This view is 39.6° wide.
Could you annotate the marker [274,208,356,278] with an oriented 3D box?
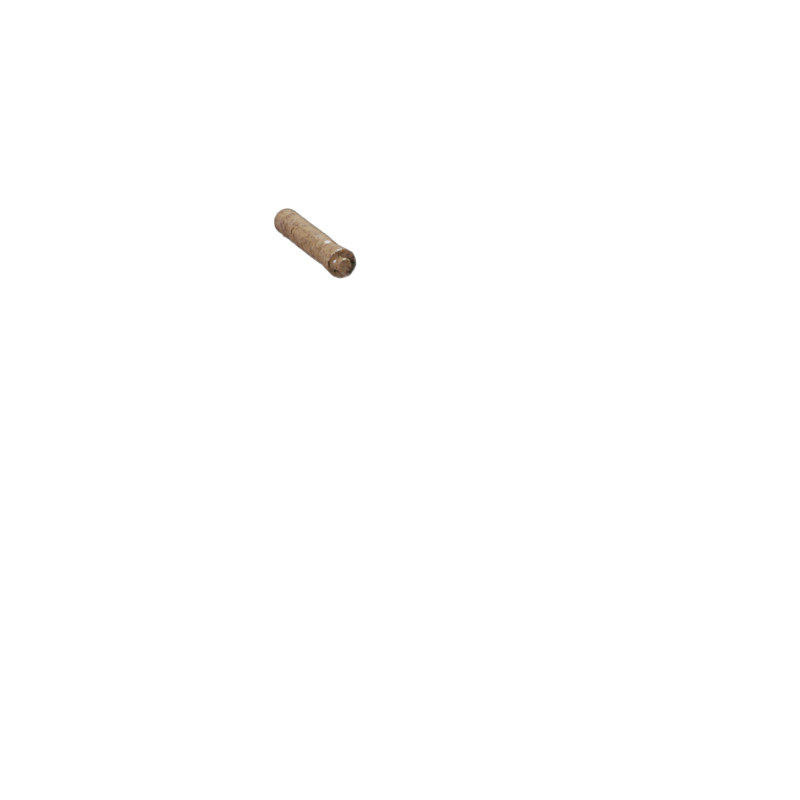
[{"bbox_3d":[-0.056,-0.103,0.721,0.019,0.019,0.128,-2,21,-22],"label":"marker"}]
